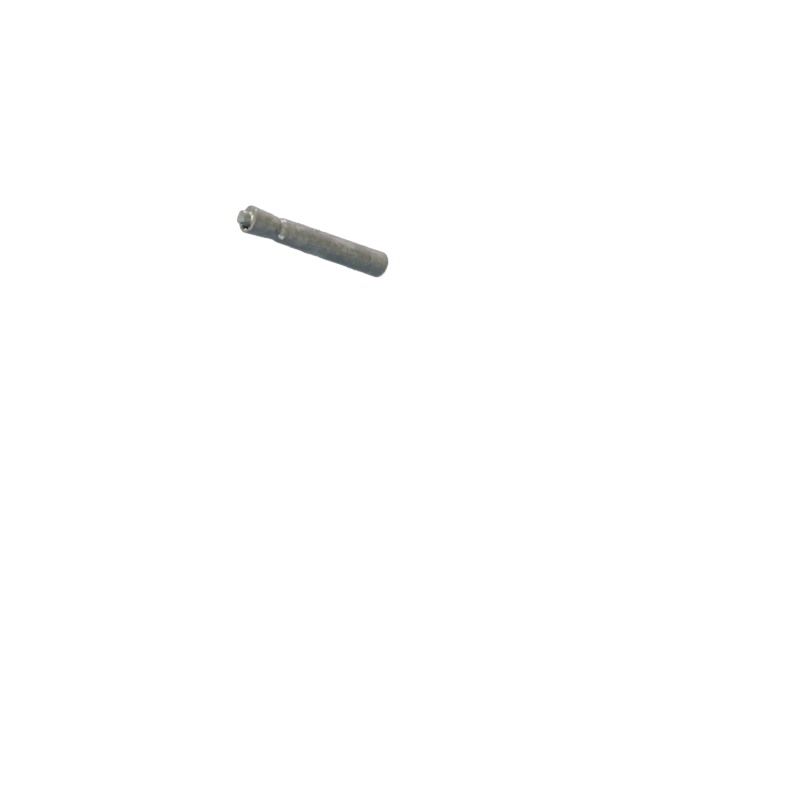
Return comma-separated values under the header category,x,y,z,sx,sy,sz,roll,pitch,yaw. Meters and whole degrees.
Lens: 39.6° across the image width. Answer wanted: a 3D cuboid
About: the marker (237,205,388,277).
category,x,y,z,sx,sy,sz,roll,pitch,yaw
marker,-0.059,-0.108,0.755,0.114,0.020,0.021,15,-6,-36
